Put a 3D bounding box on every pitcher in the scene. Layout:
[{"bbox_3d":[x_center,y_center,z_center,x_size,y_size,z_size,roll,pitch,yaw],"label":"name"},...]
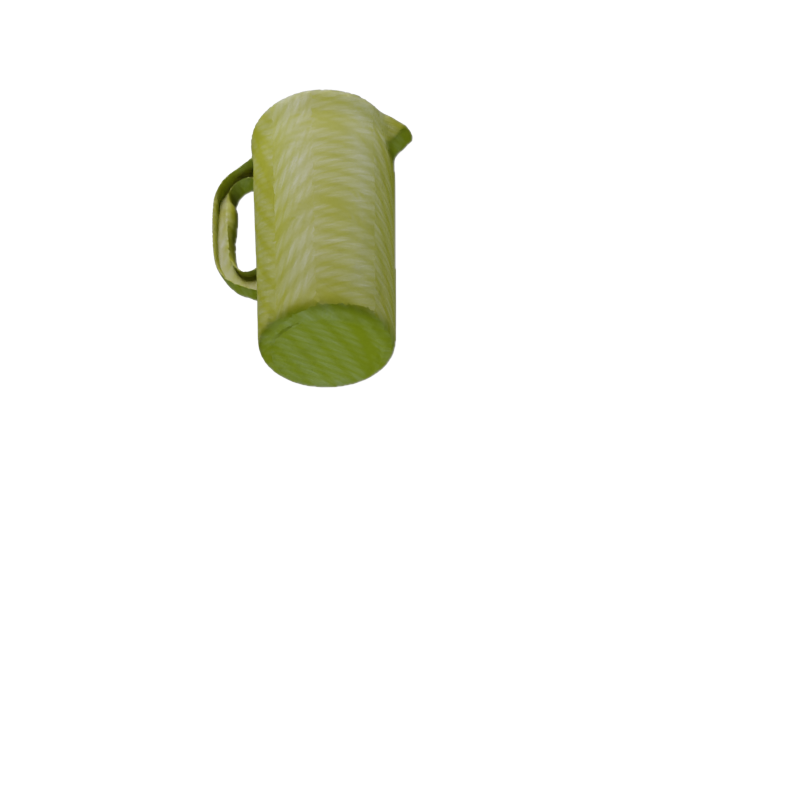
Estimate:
[{"bbox_3d":[-0.074,-0.134,0.940,0.140,0.261,0.144,15,-42,-21],"label":"pitcher"}]
